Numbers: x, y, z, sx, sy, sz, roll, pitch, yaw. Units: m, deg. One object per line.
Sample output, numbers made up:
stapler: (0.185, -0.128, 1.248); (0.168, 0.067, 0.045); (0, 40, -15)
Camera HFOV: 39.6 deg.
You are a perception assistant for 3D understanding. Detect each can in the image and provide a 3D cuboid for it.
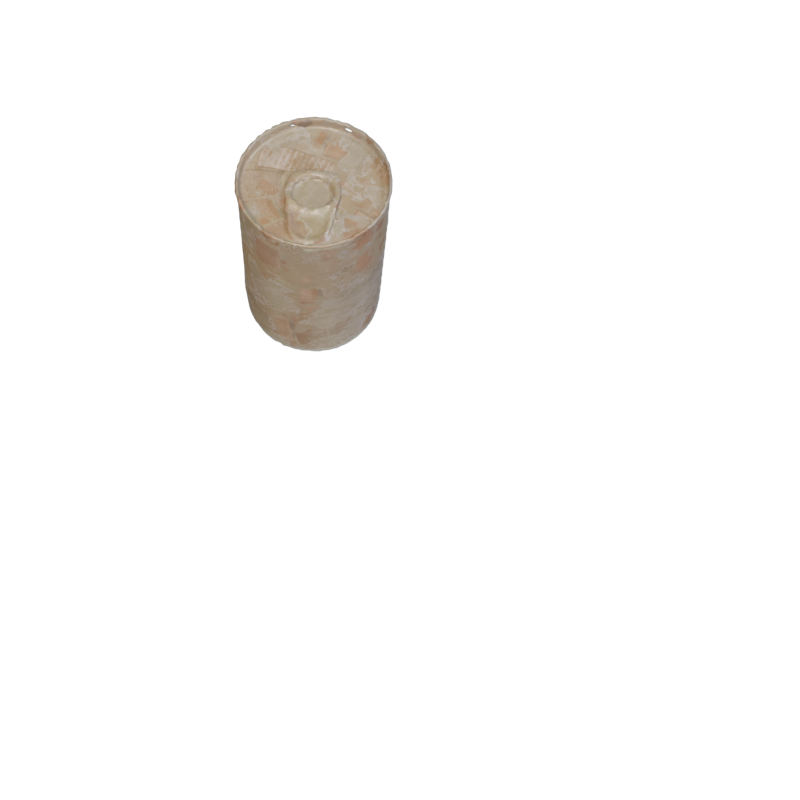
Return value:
can: (-0.040, -0.074, 0.517); (0.068, 0.073, 0.096); (0, -27, -3)
